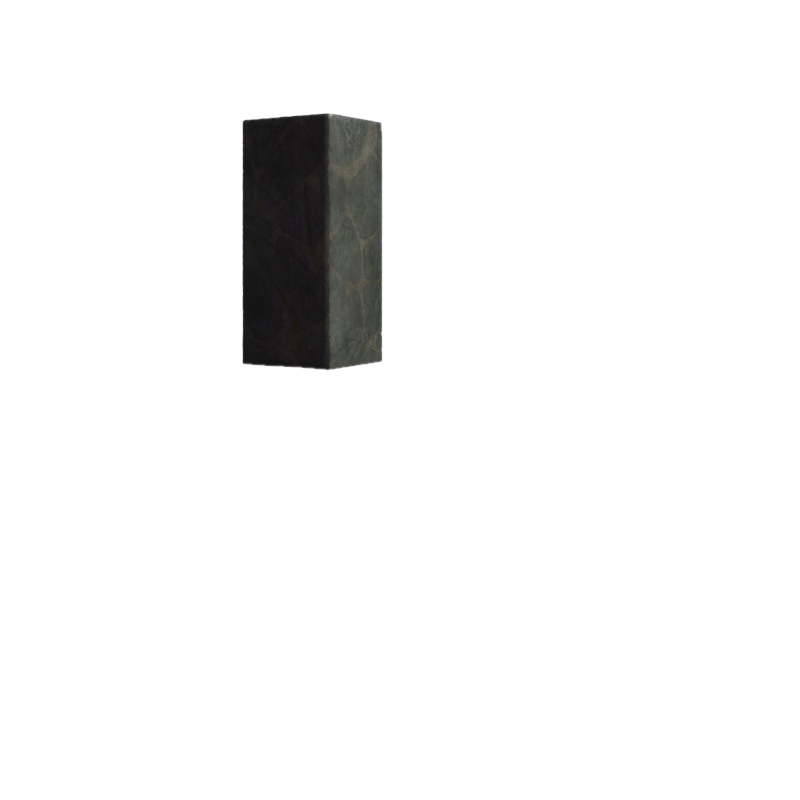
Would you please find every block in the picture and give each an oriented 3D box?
[{"bbox_3d":[-0.073,-0.135,0.944,0.093,0.206,0.087,0,1,32],"label":"block"}]
